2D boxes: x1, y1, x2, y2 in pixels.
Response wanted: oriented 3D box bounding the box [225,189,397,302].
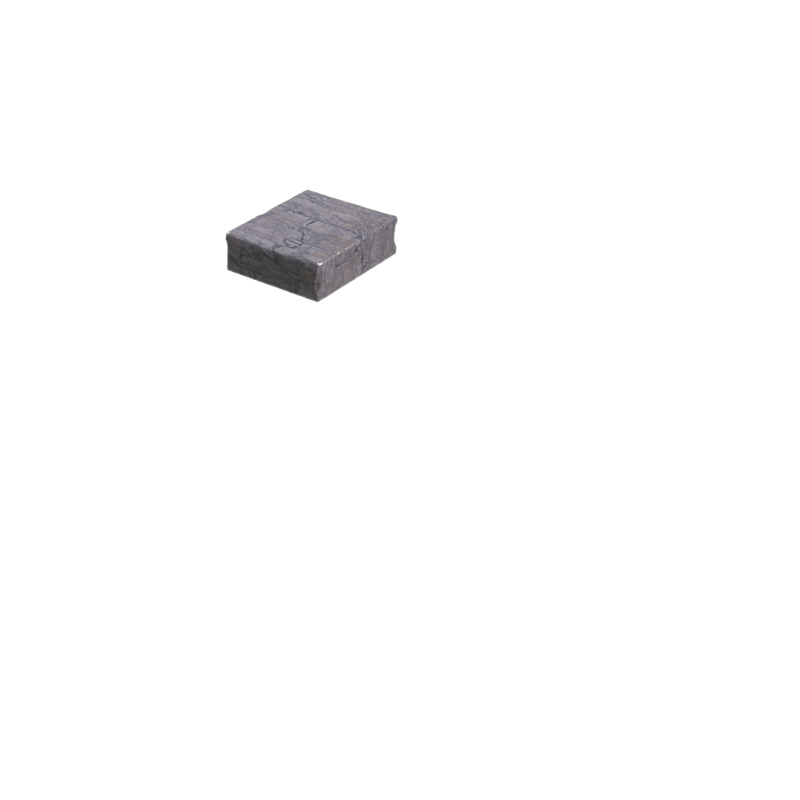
[{"bbox_3d":[-0.055,-0.101,0.705,0.077,0.028,0.090,20,37,29],"label":"box"}]
